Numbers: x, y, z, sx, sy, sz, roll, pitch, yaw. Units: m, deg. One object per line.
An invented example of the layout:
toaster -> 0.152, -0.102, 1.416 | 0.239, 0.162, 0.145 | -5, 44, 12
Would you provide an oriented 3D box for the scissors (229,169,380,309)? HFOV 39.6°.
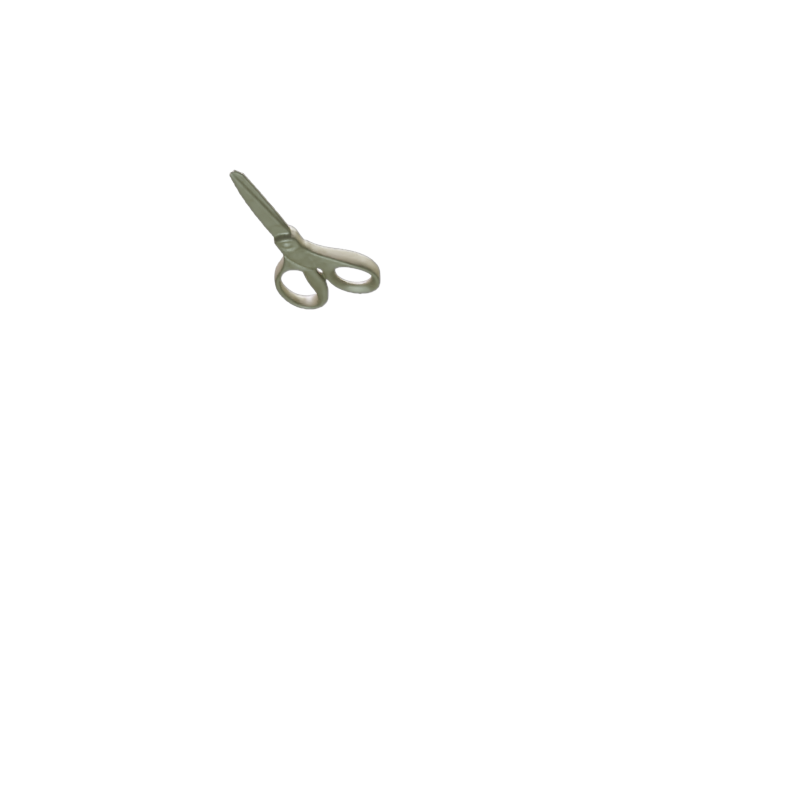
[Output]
scissors -> -0.067, -0.122, 0.854 | 0.097, 0.017, 0.189 | -1, -24, 3
